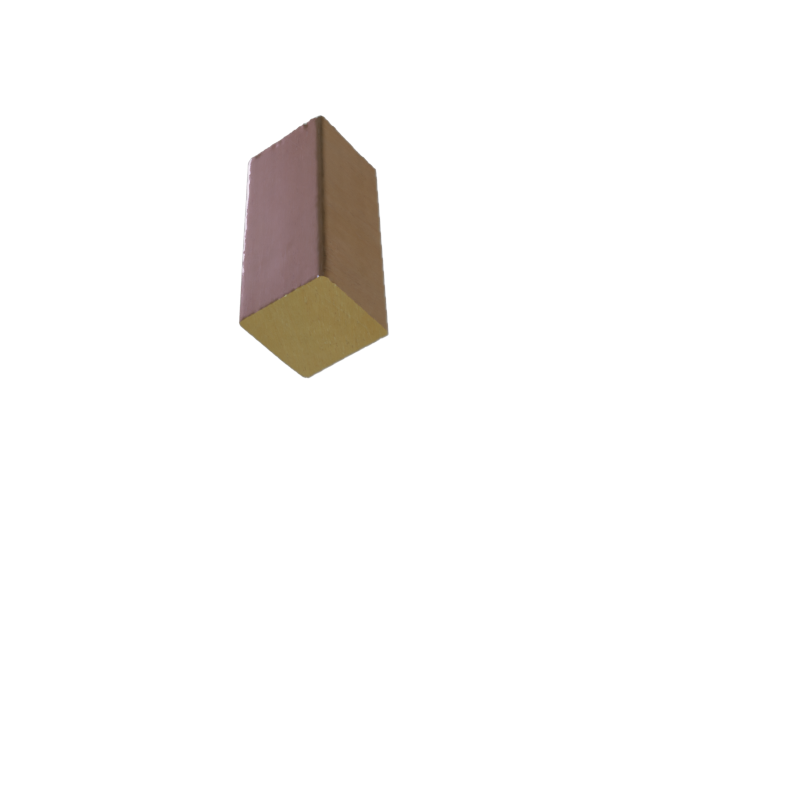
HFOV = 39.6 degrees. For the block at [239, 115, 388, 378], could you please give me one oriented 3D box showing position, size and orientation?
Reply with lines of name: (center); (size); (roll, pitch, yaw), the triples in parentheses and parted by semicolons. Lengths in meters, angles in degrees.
block: (-0.076, -0.137, 0.958); (0.091, 0.221, 0.084); (-29, -49, 25)
